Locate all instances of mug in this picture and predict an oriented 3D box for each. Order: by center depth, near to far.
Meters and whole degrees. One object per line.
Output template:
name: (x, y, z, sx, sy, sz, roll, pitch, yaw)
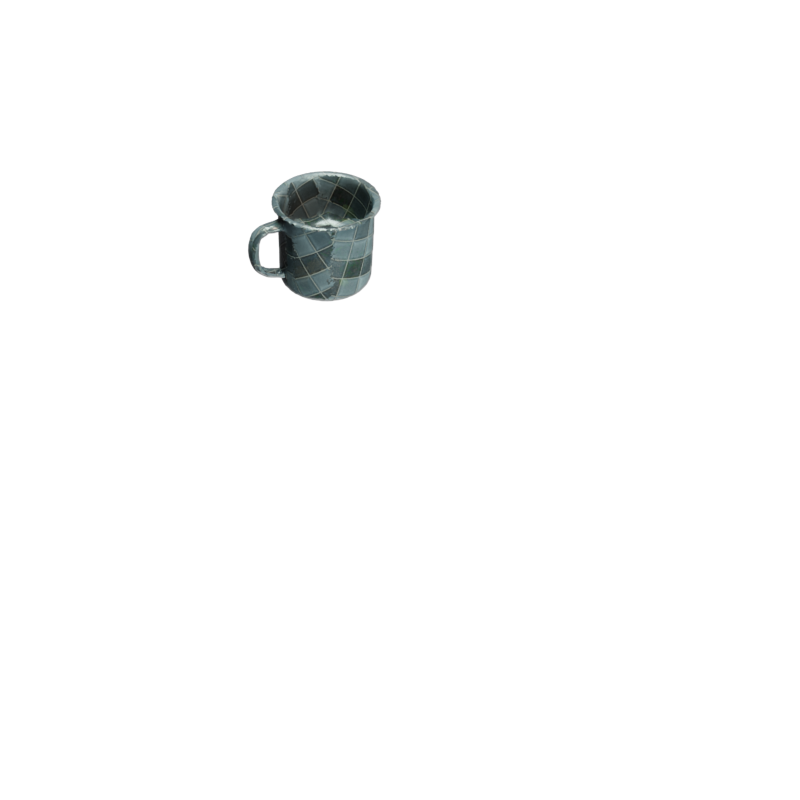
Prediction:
mug: (-0.075, -0.136, 0.955, 0.116, 0.076, 0.101, -17, 43, -21)
